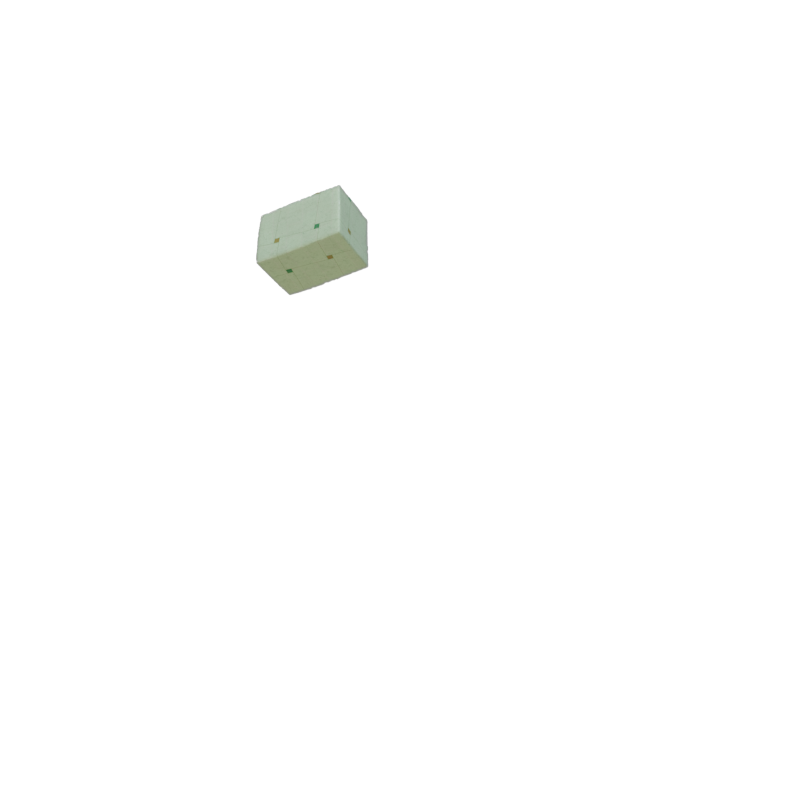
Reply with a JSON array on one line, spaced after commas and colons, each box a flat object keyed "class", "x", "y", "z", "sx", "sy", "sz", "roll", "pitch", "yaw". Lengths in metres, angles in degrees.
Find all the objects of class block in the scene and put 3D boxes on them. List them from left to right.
[{"class": "block", "x": -0.071, "y": -0.130, "z": 0.909, "sx": 0.079, "sy": 0.055, "sz": 0.049, "roll": -18, "pitch": -40, "yaw": 21}]
